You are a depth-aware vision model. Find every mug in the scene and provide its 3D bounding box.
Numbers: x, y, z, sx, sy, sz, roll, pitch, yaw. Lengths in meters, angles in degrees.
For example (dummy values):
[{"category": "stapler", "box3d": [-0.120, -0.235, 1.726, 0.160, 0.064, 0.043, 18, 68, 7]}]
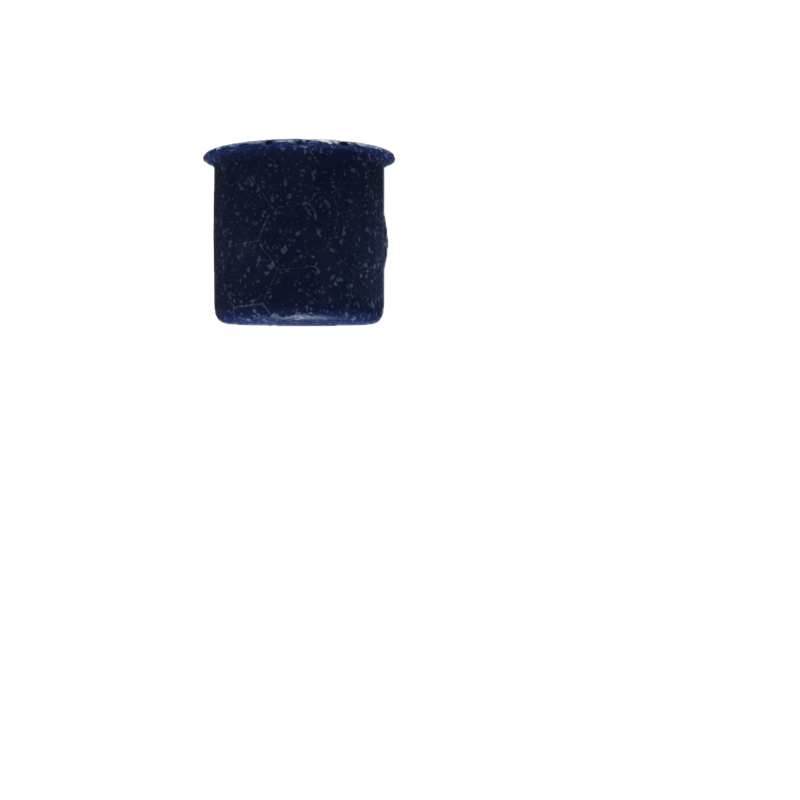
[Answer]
[{"category": "mug", "box3d": [-0.043, -0.078, 0.544, 0.096, 0.082, 0.112, -1, -1, 32]}]
